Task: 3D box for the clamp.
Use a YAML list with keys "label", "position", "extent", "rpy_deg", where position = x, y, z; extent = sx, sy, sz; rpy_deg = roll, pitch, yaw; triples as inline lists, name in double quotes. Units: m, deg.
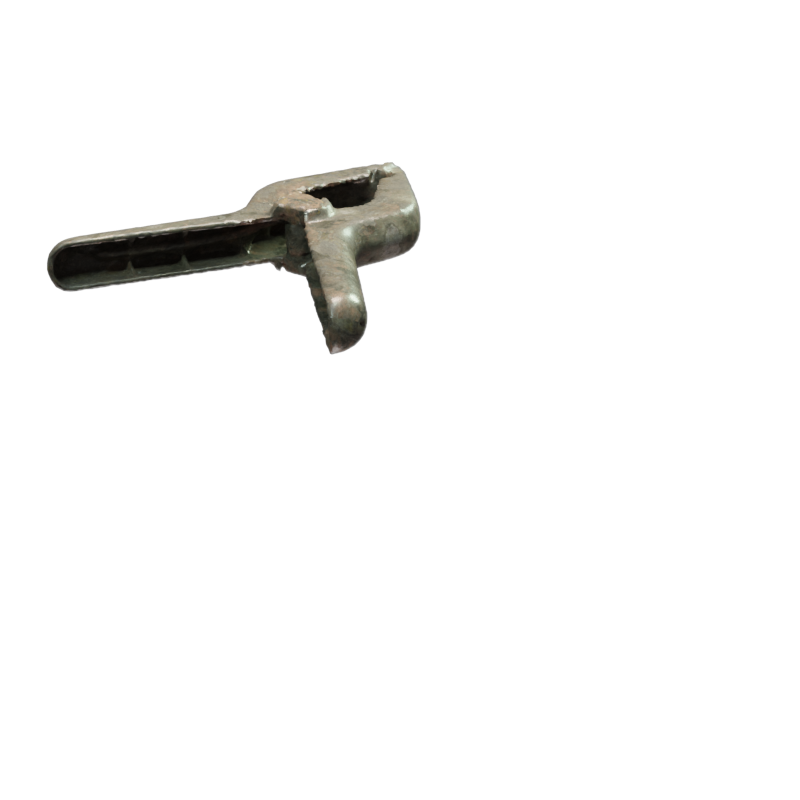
- label: "clamp"
  position: [-0.043, -0.078, 0.549]
  extent: [0.173, 0.035, 0.209]
  rpy_deg: [18, 31, 32]
